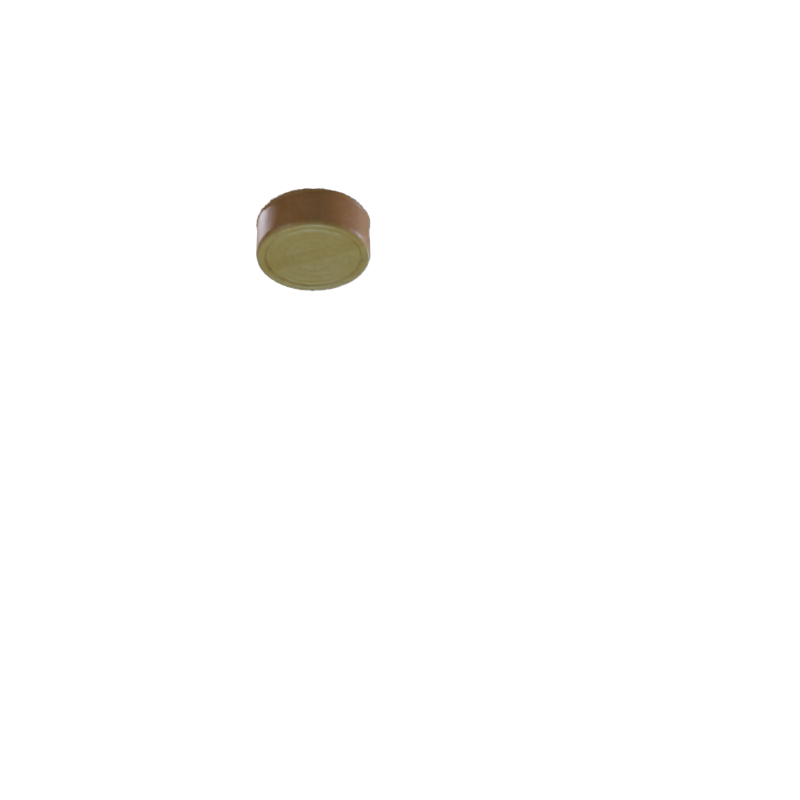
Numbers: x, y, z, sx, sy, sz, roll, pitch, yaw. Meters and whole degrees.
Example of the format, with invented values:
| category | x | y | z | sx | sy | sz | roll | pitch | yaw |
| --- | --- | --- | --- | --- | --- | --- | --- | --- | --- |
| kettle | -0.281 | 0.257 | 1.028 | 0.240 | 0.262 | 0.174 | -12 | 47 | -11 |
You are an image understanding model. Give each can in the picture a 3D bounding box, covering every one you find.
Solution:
| category | x | y | z | sx | sy | sz | roll | pitch | yaw |
| --- | --- | --- | --- | --- | --- | --- | --- | --- | --- |
| can | -0.065 | -0.118 | 0.824 | 0.086 | 0.036 | 0.080 | 1 | -32 | -2 |
